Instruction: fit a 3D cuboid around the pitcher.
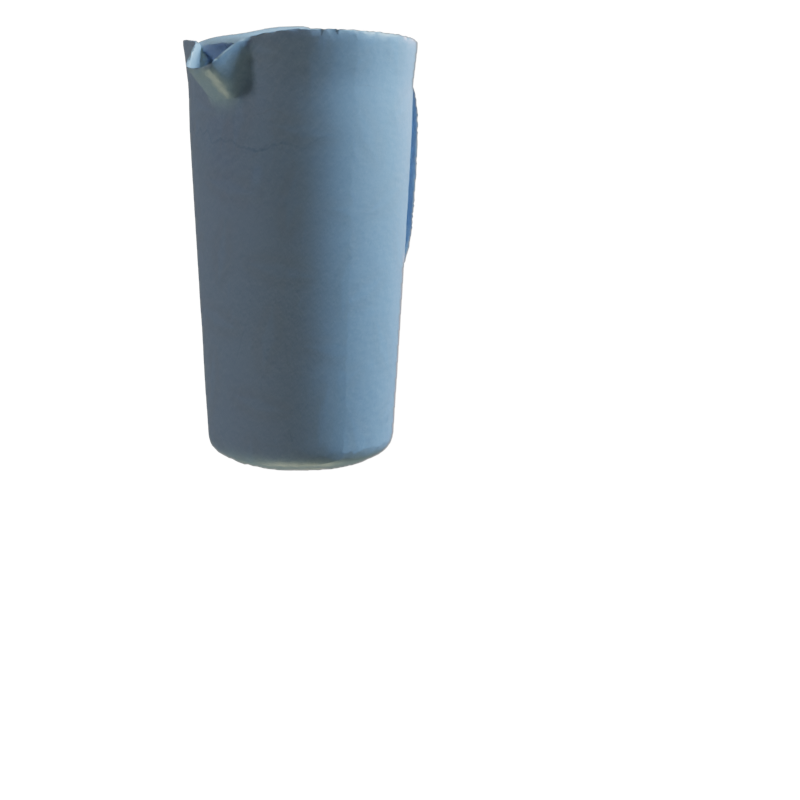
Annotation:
[{"bbox_3d":[-0.051,-0.092,0.647,0.147,0.240,0.149,-1,7,-9],"label":"pitcher"}]
